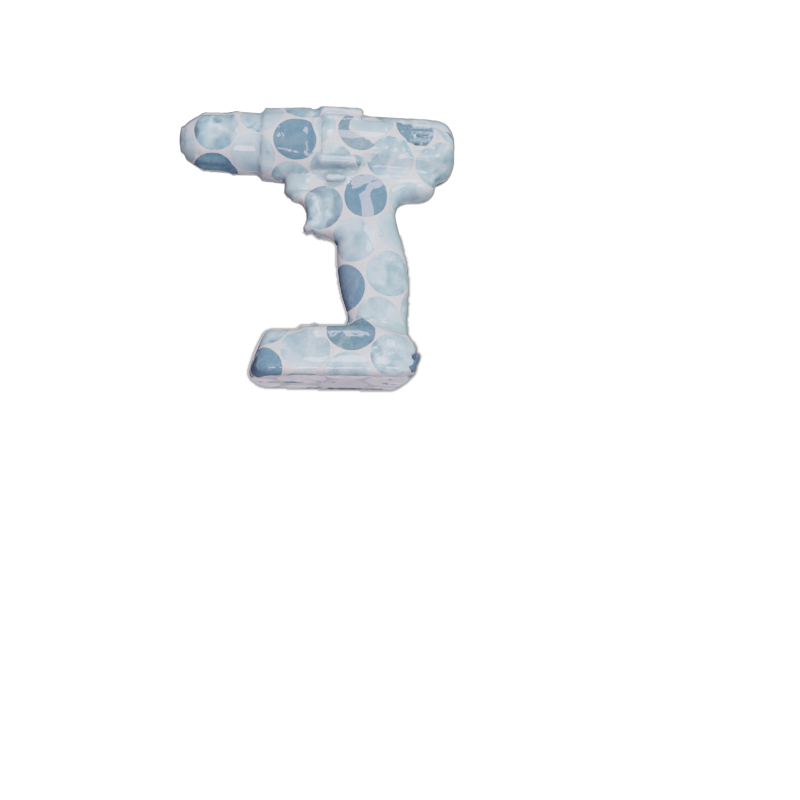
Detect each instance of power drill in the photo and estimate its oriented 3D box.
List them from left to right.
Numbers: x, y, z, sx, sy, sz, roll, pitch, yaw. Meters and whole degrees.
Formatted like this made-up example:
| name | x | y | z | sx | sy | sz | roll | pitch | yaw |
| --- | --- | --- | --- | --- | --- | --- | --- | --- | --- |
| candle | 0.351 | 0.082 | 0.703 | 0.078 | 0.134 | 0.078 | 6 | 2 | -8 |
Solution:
| name | x | y | z | sx | sy | sz | roll | pitch | yaw |
| --- | --- | --- | --- | --- | --- | --- | --- | --- | --- |
| power drill | -0.056 | -0.103 | 0.722 | 0.184 | 0.195 | 0.055 | 1 | -17 | 0 |
